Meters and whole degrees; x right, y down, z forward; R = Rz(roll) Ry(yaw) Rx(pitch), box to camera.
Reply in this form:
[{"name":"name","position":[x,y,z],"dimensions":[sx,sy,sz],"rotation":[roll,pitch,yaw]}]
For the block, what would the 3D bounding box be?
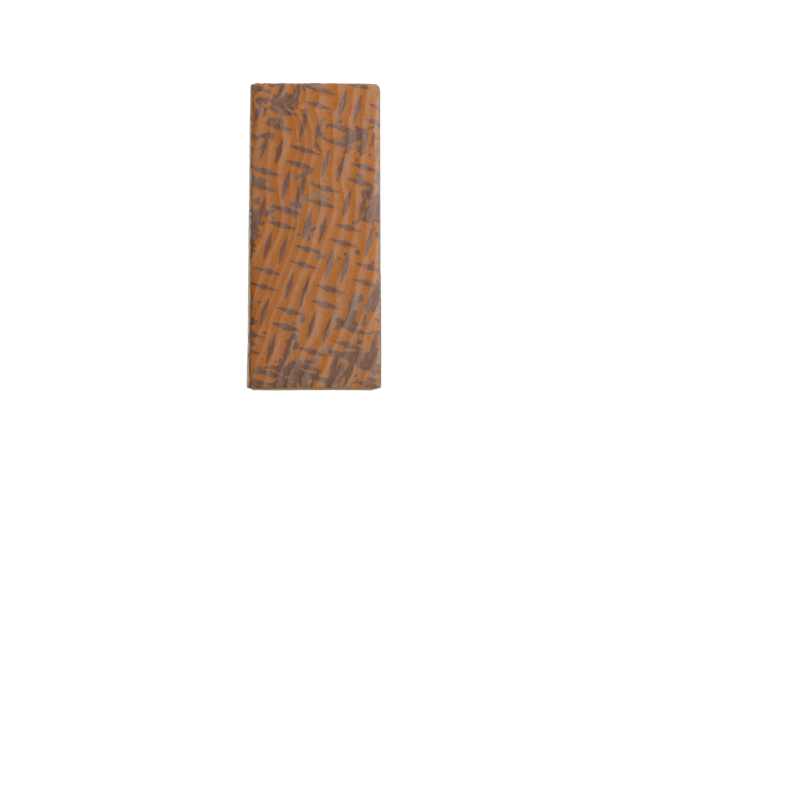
[{"name":"block","position":[-0.060,-0.111,0.780],"dimensions":[0.090,0.210,0.089],"rotation":[0,-7,-3]}]
